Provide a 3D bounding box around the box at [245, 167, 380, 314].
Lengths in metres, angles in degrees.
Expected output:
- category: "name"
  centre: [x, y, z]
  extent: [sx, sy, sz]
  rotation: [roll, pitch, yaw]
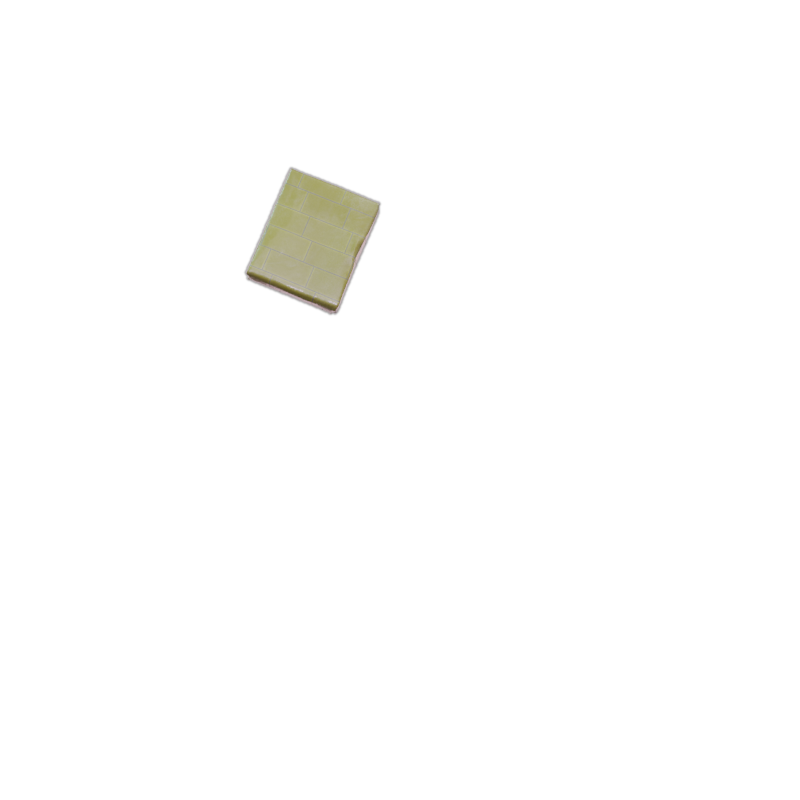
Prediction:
- category: "box"
  centre: [-0.065, -0.117, 0.824]
  extent: [0.074, 0.091, 0.029]
  rotation: [21, -13, 5]
